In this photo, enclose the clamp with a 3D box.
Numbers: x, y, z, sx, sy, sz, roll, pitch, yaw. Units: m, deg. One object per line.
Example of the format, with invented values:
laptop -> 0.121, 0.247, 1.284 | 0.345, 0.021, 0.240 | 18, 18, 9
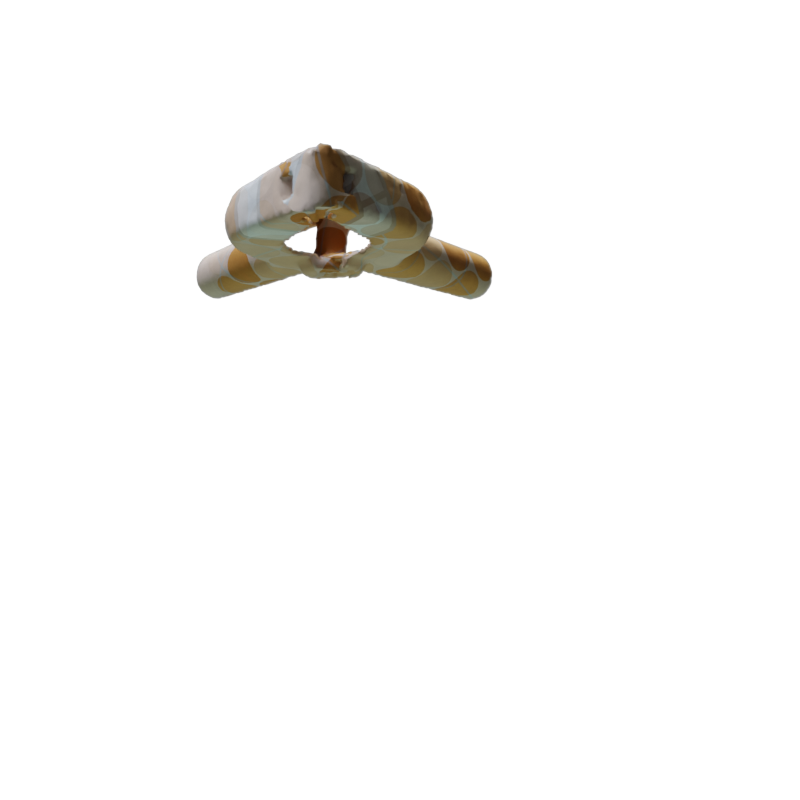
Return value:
clamp -> -0.043, -0.078, 0.543 | 0.166, 0.037, 0.202 | -1, -6, 9
